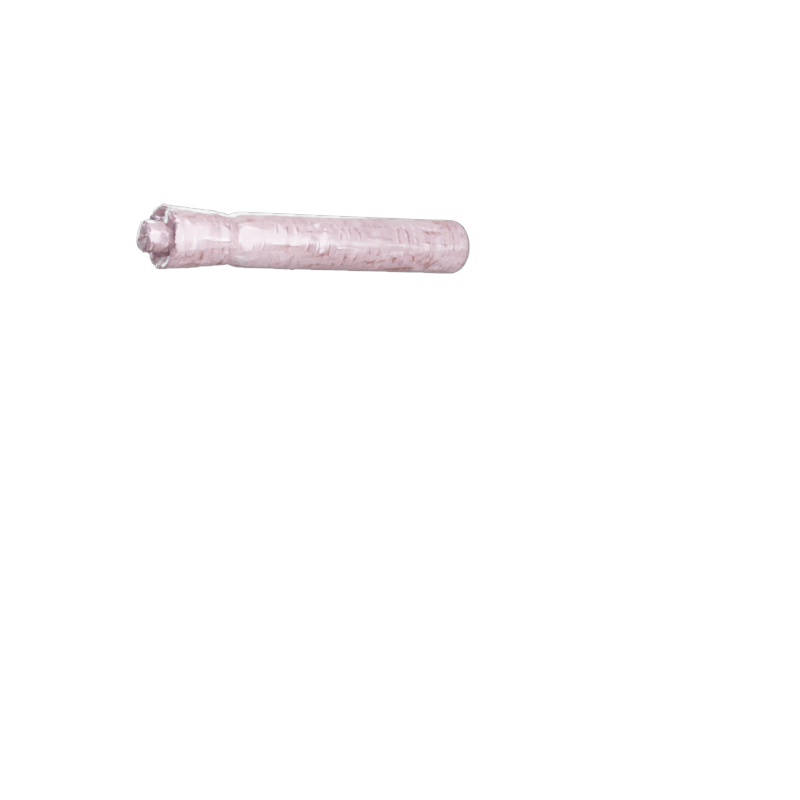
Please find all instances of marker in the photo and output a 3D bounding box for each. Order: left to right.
[{"bbox_3d":[-0.027,-0.050,0.349,0.116,0.020,0.021,-4,6,-39],"label":"marker"}]
